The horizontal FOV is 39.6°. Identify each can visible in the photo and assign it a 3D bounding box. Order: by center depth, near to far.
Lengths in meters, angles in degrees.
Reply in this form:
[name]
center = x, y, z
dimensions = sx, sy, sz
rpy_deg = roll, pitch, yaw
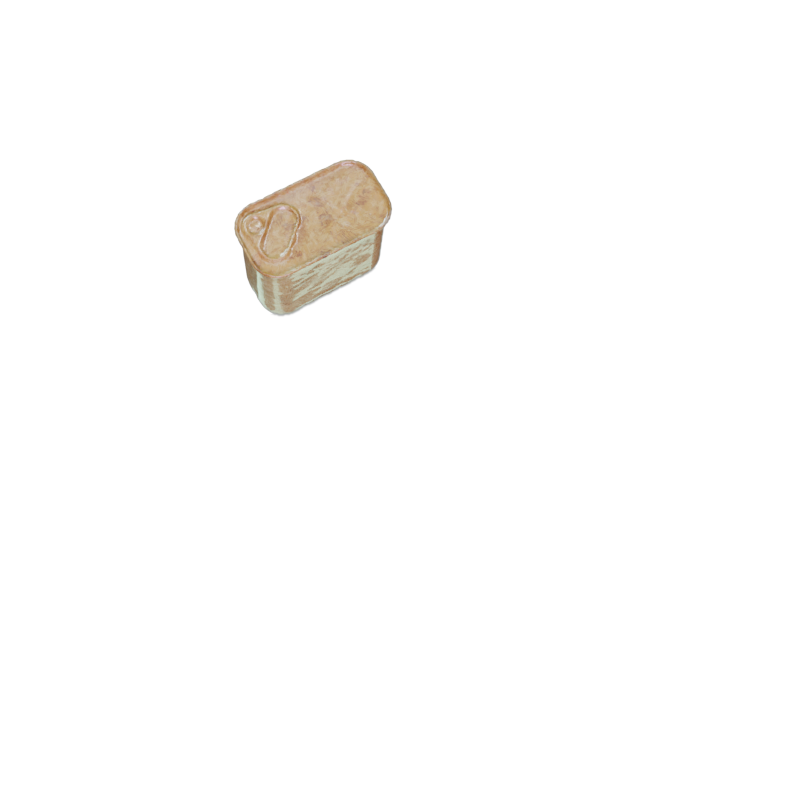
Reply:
[can]
center = -0.060, -0.109, 0.764
dimensions = 0.102, 0.060, 0.080
rpy_deg = -28, -15, -11
